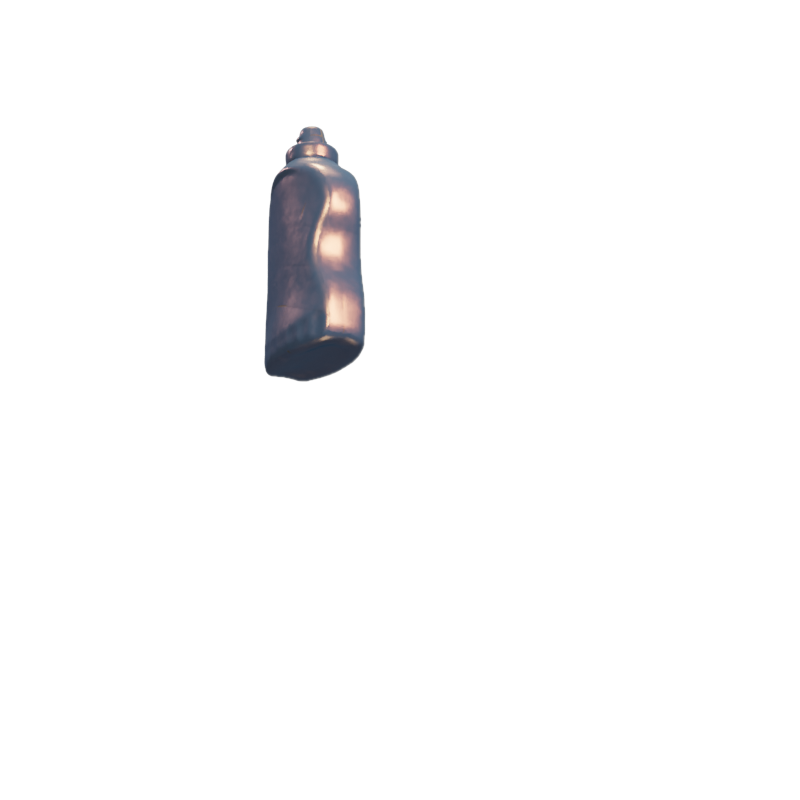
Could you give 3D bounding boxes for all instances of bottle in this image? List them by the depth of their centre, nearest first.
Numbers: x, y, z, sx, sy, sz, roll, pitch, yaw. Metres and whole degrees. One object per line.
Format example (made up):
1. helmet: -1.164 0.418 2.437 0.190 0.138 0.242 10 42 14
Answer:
1. bottle: -0.065 -0.118 0.823 0.056 0.203 0.095 12 -27 -28
